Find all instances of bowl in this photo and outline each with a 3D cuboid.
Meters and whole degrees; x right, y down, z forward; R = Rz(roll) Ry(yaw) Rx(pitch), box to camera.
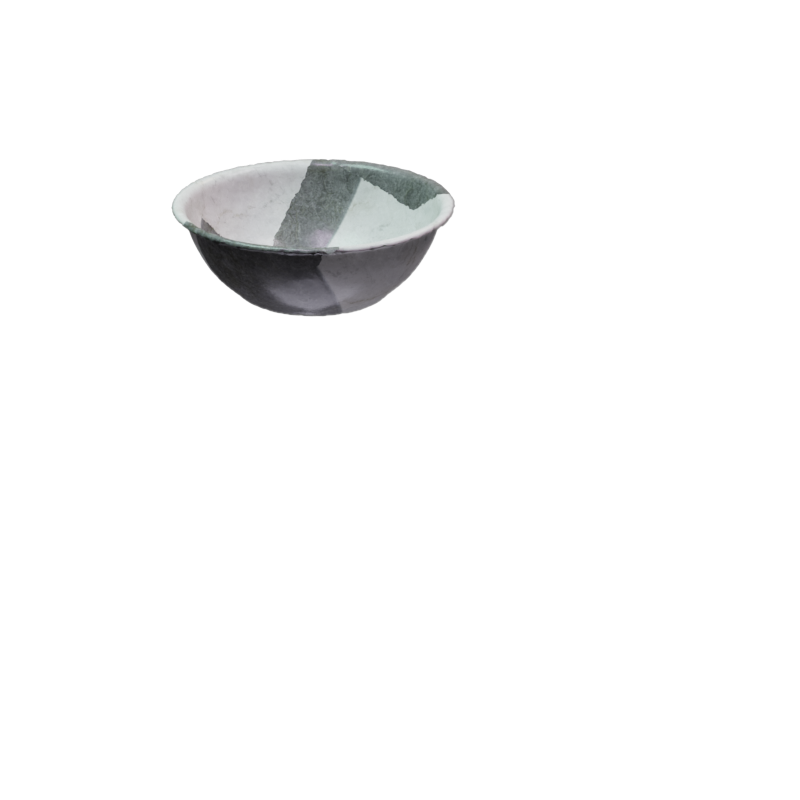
[{"bbox_3d":[-0.050,-0.092,0.644,0.162,0.052,0.171,-1,28,-2],"label":"bowl"}]
